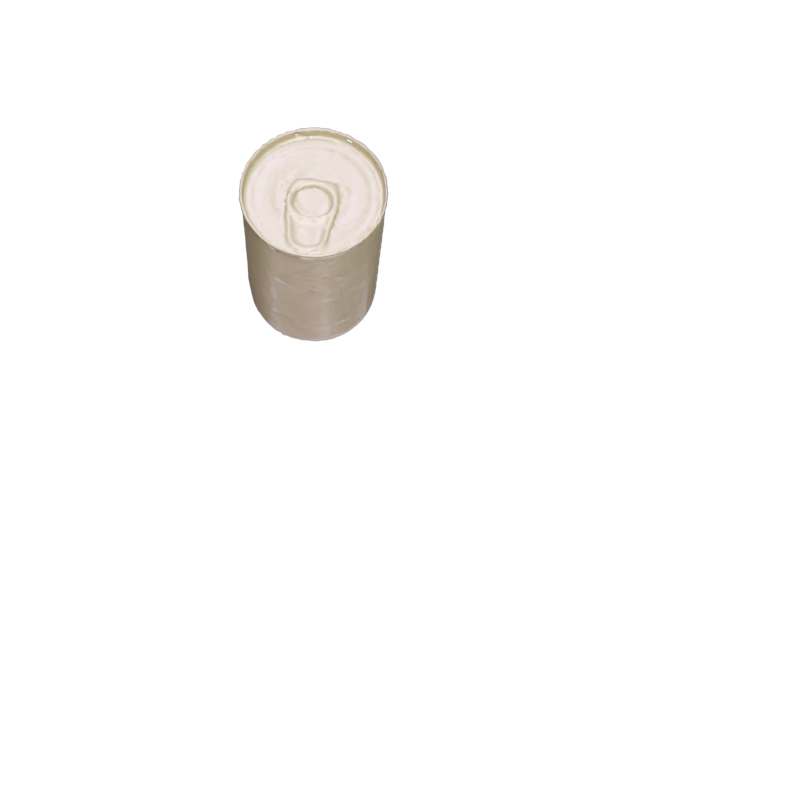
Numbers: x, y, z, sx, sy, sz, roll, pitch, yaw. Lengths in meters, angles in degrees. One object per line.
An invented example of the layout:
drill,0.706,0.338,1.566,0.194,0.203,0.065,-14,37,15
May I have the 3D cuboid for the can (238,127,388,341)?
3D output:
can,-0.043,-0.078,0.546,0.068,0.072,0.097,0,-23,-3
